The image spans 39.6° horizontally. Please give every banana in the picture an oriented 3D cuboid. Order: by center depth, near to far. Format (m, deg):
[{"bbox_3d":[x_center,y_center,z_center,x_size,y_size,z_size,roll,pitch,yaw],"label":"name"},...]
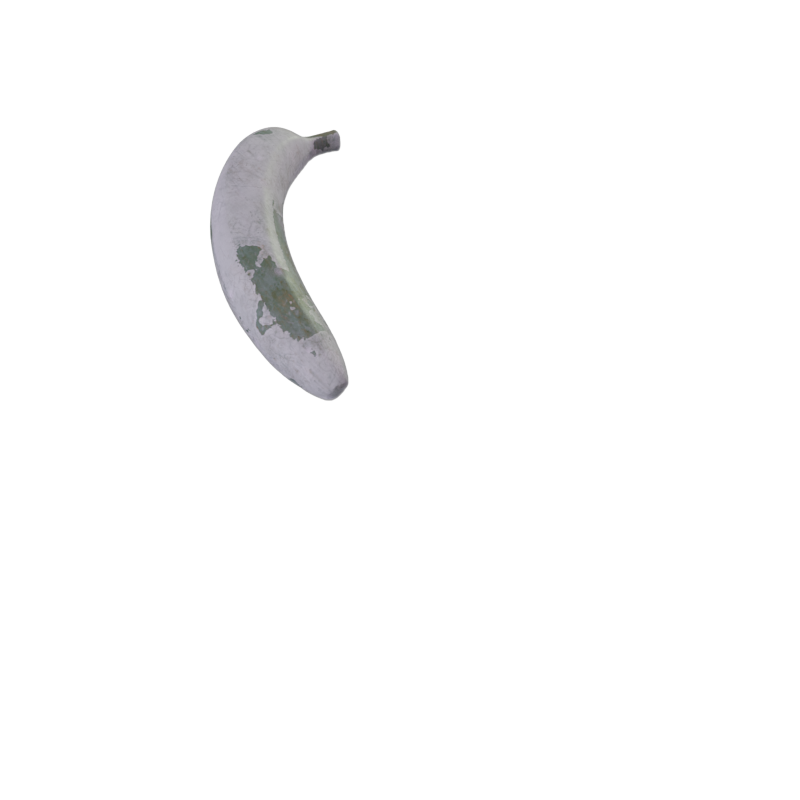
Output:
[{"bbox_3d":[-0.063,-0.083,0.563,0.069,0.212,0.034,-1,-42,-2],"label":"banana"}]
